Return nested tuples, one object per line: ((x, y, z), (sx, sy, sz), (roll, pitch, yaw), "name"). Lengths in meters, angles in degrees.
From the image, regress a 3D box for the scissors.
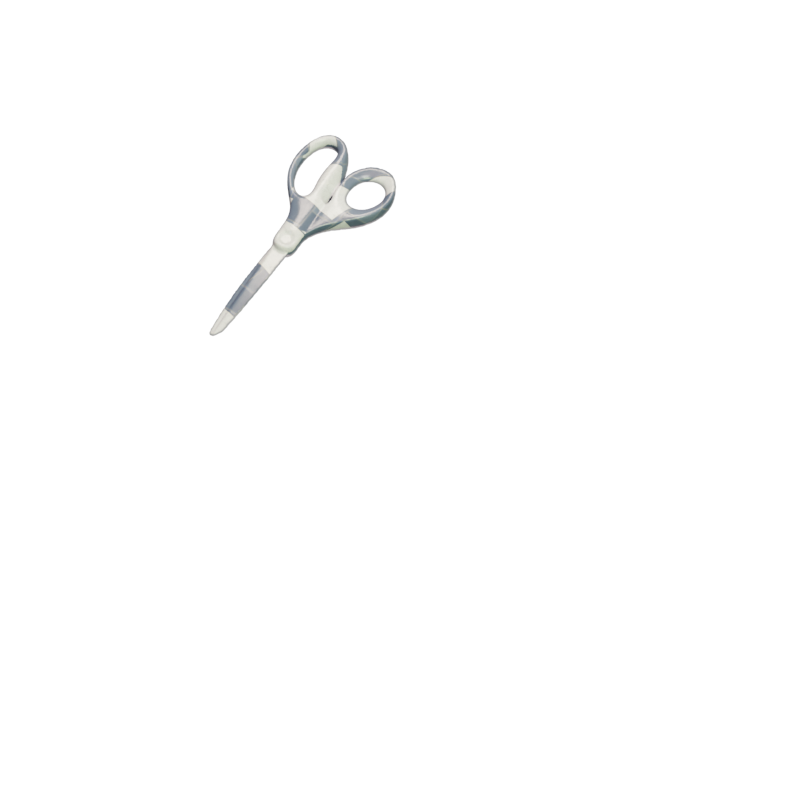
((-0.066, -0.121, 0.848), (0.098, 0.212, 0.015), (13, -31, 8), "scissors")
